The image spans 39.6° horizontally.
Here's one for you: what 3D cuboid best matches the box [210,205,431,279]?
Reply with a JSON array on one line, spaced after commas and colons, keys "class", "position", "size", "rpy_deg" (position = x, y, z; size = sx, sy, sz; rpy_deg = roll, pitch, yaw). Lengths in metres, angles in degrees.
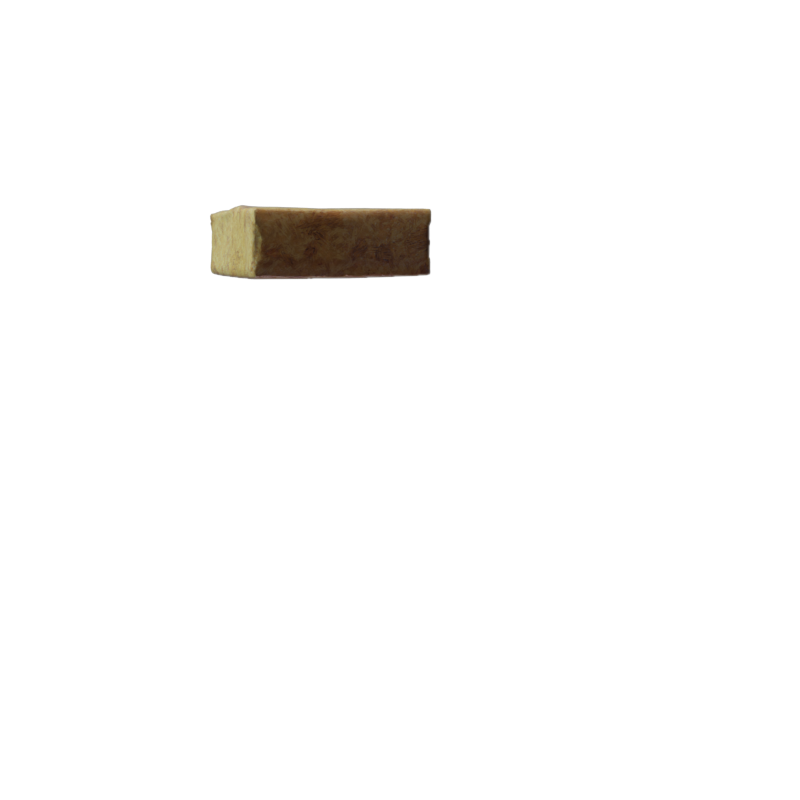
[{"class": "box", "position": [-0.037, -0.067, 0.469], "size": [0.071, 0.030, 0.092], "rpy_deg": [-2, 8, -18]}]
